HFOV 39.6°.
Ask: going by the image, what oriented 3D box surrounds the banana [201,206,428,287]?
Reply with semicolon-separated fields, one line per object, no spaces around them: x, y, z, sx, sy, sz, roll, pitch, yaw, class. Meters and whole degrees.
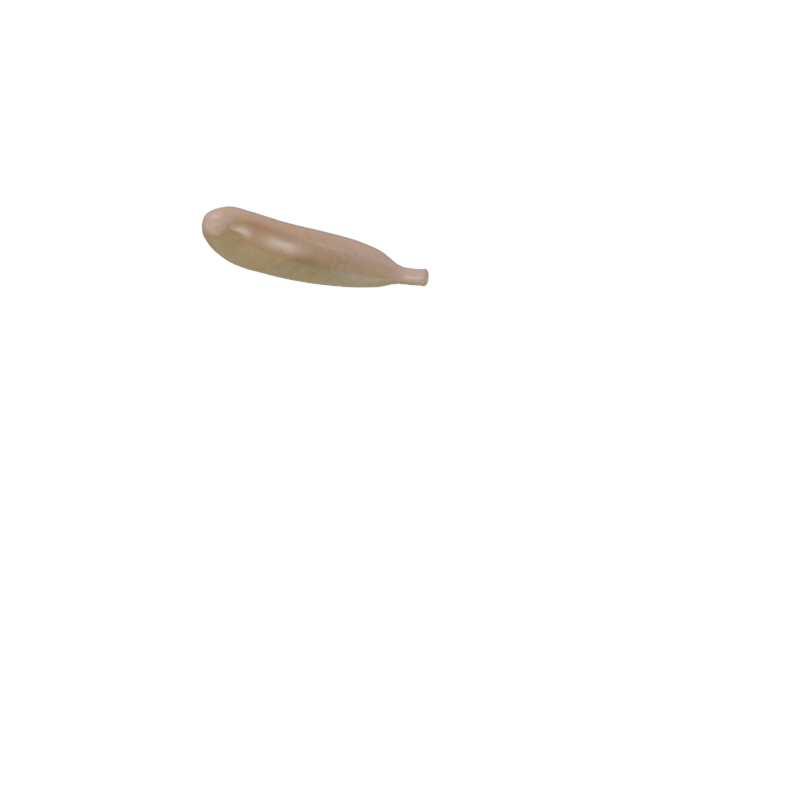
-0.068;-0.103;0.748;0.071;0.038;0.188;-7;-9;45;banana
